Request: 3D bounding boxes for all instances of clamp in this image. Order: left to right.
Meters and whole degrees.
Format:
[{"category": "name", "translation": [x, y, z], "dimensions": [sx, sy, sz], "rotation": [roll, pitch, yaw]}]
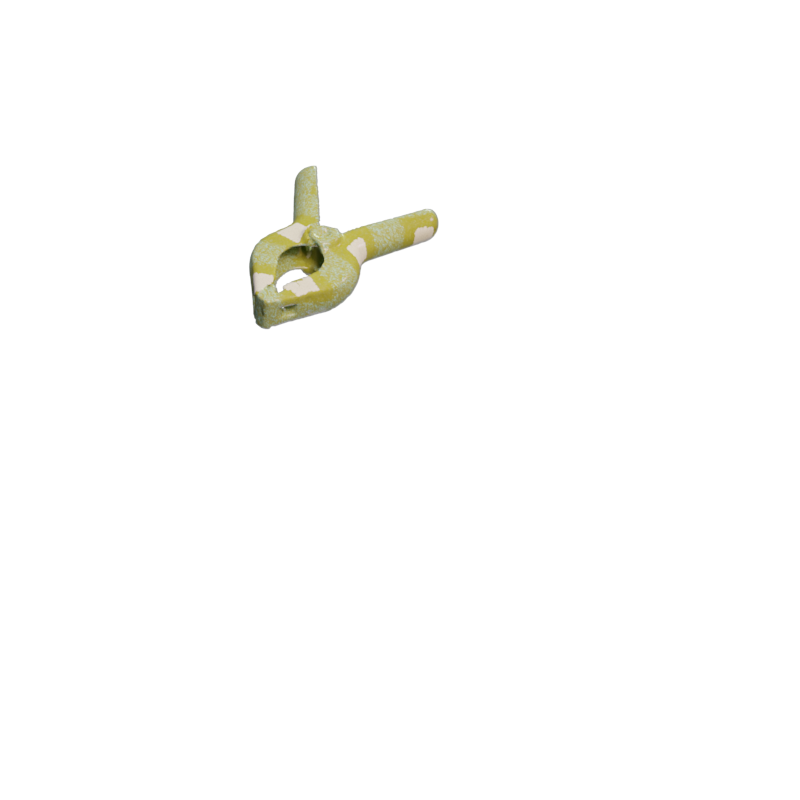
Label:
[{"category": "clamp", "translation": [-0.064, -0.117, 0.817], "dimensions": [0.127, 0.037, 0.174], "rotation": [24, 44, 27]}]
